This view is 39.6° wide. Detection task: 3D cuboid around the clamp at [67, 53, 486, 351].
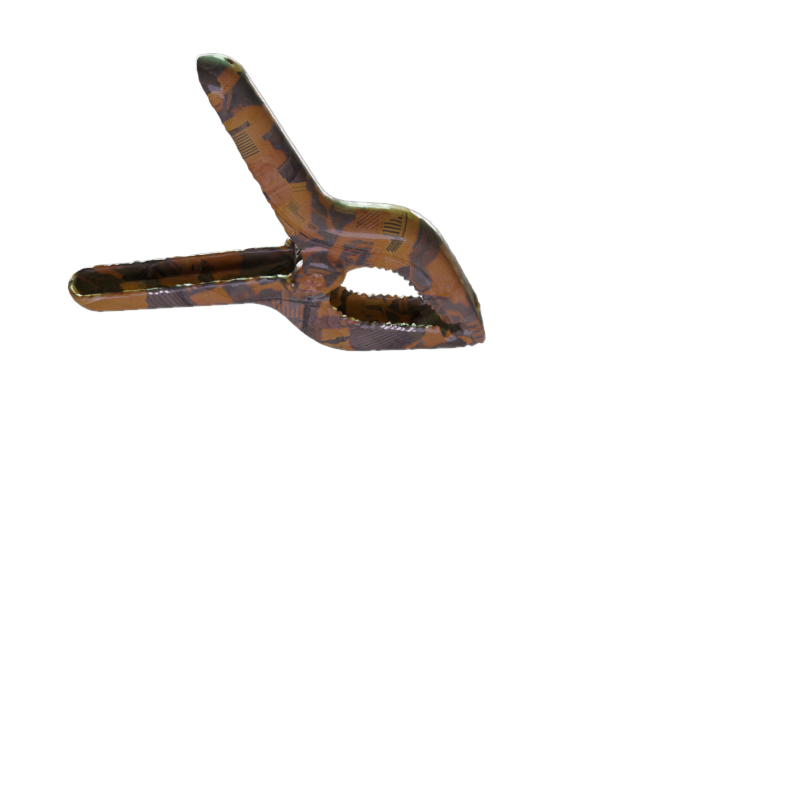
[{"bbox_3d":[-0.043,-0.078,0.549,0.204,0.039,0.158,17,-46,-17],"label":"clamp"}]
